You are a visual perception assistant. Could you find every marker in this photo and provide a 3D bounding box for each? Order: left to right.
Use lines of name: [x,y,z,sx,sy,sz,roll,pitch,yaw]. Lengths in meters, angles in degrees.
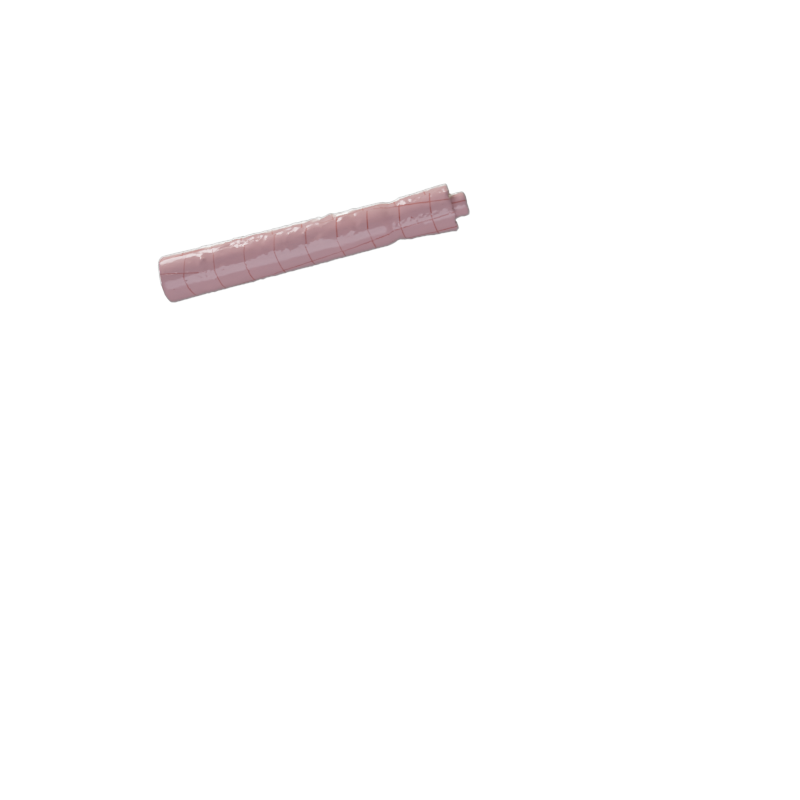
marker: [-0.033,-0.061,0.426,0.122,0.020,0.020,-13,2,8]
